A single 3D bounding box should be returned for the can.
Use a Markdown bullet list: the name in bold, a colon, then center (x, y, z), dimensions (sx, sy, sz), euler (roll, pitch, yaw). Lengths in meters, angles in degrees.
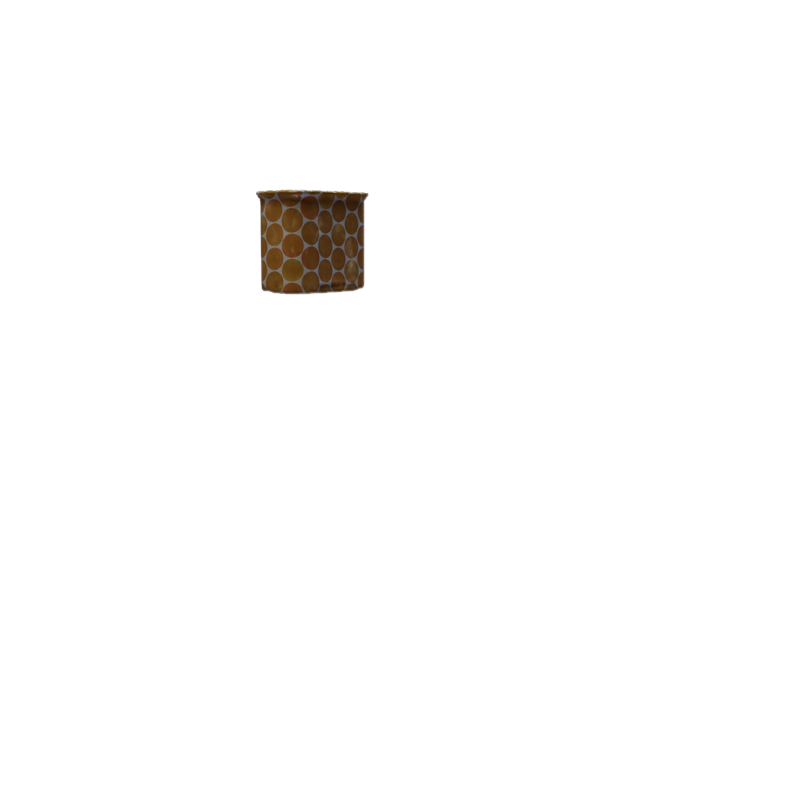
- **can**: center (-0.073, -0.132, 0.928), dimensions (0.060, 0.083, 0.099), euler (2, 5, 37)
